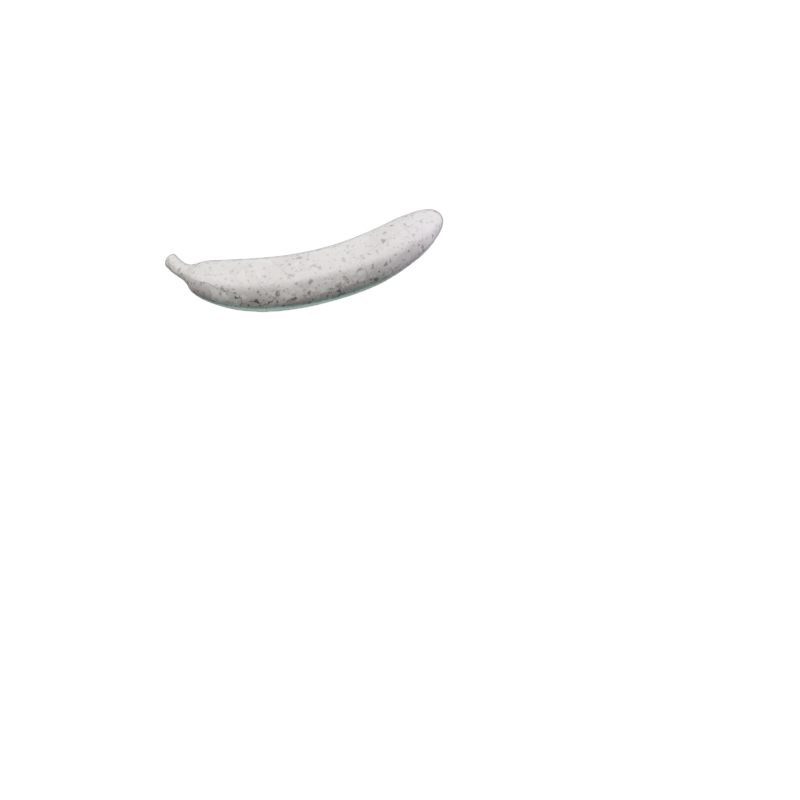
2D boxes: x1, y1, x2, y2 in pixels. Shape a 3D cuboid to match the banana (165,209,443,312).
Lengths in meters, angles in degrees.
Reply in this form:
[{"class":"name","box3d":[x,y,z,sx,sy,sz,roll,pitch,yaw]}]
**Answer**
[{"class":"banana","box3d":[-0.059,-0.094,0.754,0.196,0.075,0.034,-10,-38,-8]}]
